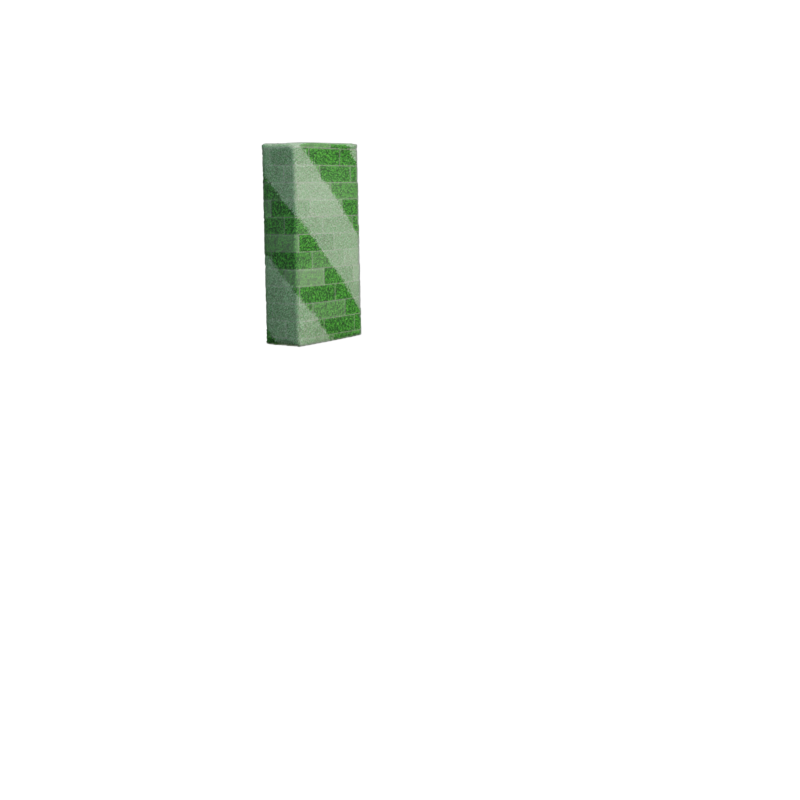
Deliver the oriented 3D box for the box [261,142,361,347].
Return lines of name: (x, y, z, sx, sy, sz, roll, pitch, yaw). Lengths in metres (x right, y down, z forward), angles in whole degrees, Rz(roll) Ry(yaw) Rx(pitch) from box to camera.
box: (-0.077, -0.141, 0.989, 0.050, 0.174, 0.091, 4, 8, 36)
